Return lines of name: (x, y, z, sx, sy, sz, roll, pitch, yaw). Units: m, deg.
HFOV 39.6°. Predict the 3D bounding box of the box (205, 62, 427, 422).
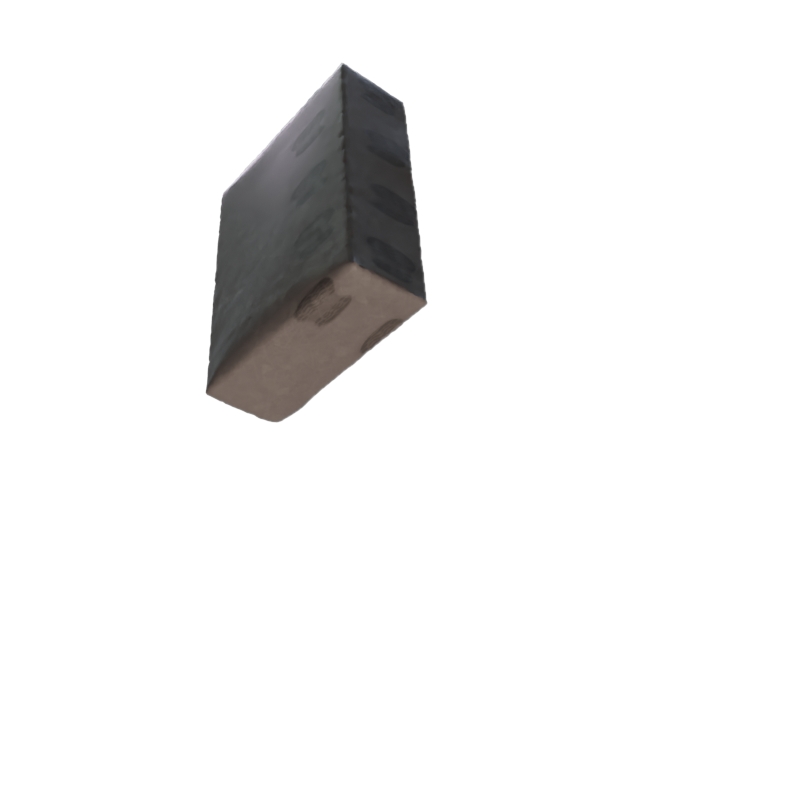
box: (-0.063, -0.115, 0.803, 0.068, 0.230, 0.161, 28, -51, -30)
